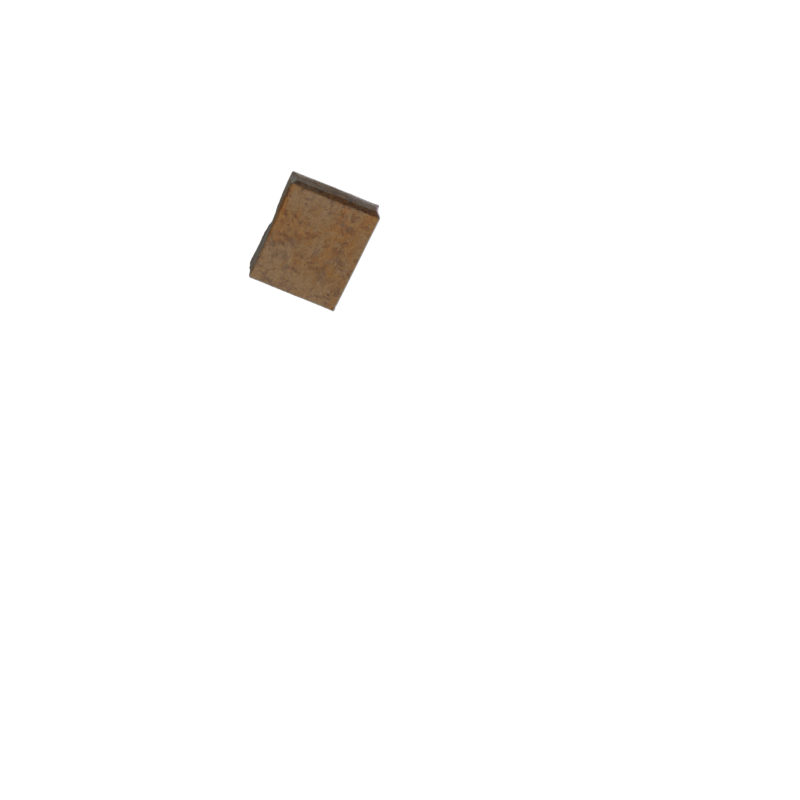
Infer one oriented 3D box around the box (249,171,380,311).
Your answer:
[{"bbox_3d":[-0.067,-0.121,0.851,0.071,0.086,0.032,22,25,-12],"label":"box"}]
